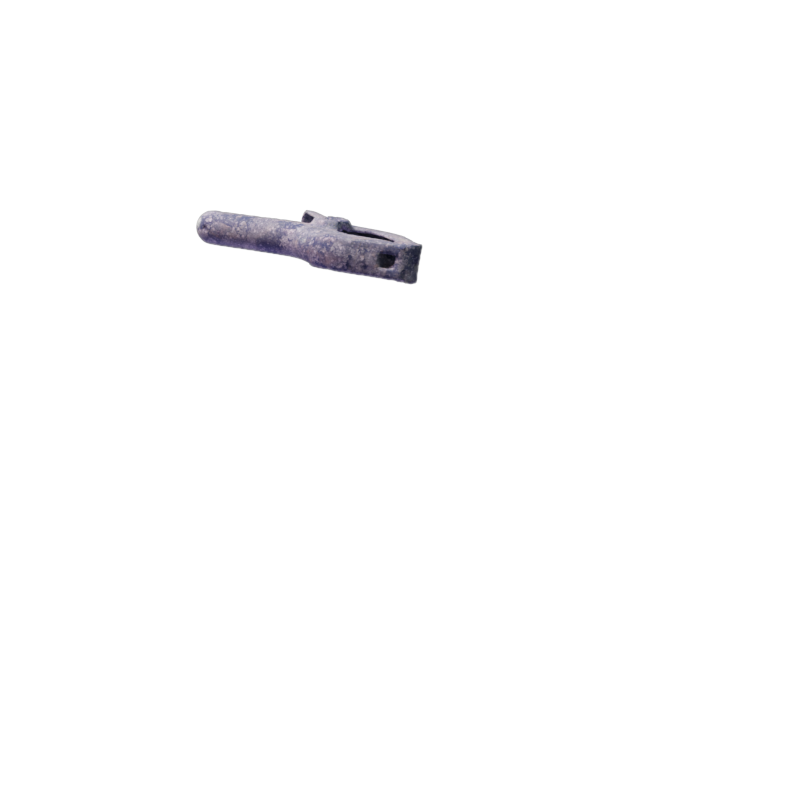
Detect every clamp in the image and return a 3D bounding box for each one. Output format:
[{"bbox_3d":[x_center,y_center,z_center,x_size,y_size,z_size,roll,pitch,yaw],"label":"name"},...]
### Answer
[{"bbox_3d":[-0.062,-0.113,0.791,0.117,0.038,0.181,-12,21,-36],"label":"clamp"}]
